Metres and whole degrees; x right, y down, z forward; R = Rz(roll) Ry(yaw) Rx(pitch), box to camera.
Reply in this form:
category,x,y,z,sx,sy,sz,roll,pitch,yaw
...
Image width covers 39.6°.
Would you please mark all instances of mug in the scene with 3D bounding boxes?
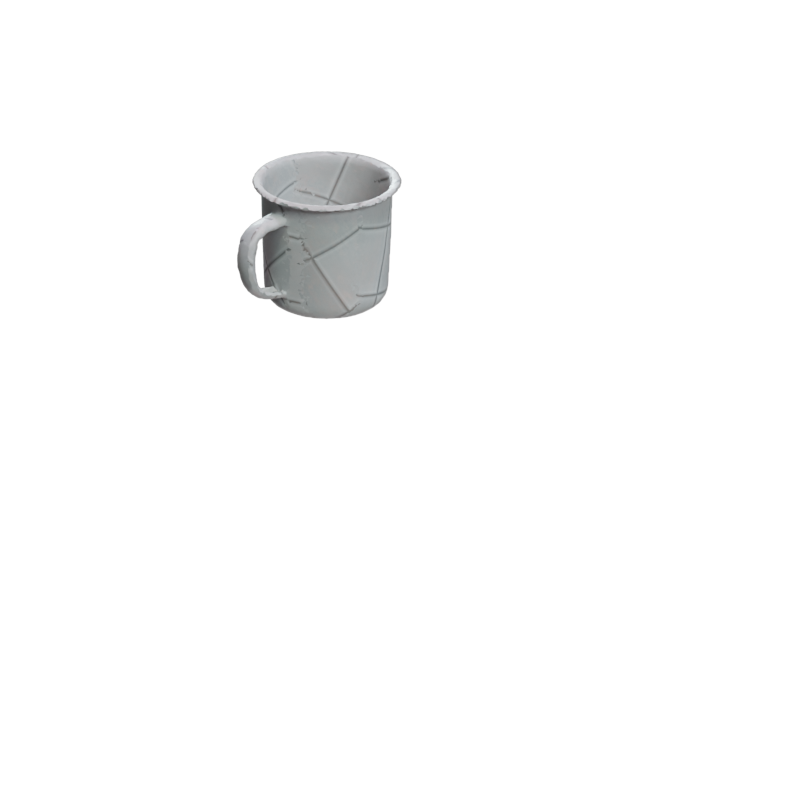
category,x,y,z,sx,sy,sz,roll,pitch,yaw
mug,-0.055,-0.100,0.703,0.099,0.077,0.117,25,38,35
